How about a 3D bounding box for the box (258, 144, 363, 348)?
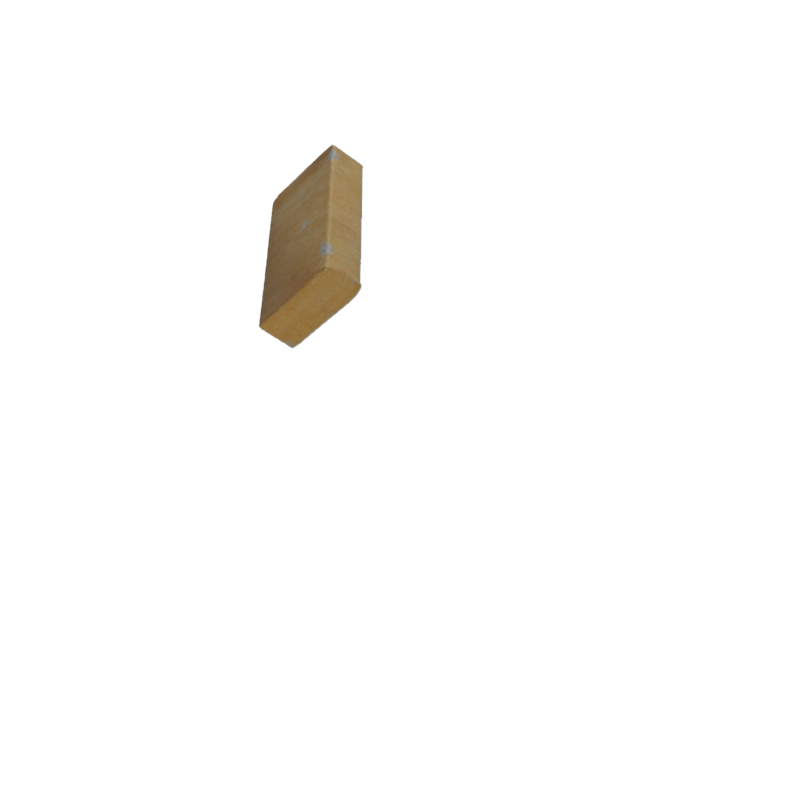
[{"bbox_3d":[-0.077,-0.140,0.984,0.045,0.189,0.092,32,-55,-31],"label":"box"}]
